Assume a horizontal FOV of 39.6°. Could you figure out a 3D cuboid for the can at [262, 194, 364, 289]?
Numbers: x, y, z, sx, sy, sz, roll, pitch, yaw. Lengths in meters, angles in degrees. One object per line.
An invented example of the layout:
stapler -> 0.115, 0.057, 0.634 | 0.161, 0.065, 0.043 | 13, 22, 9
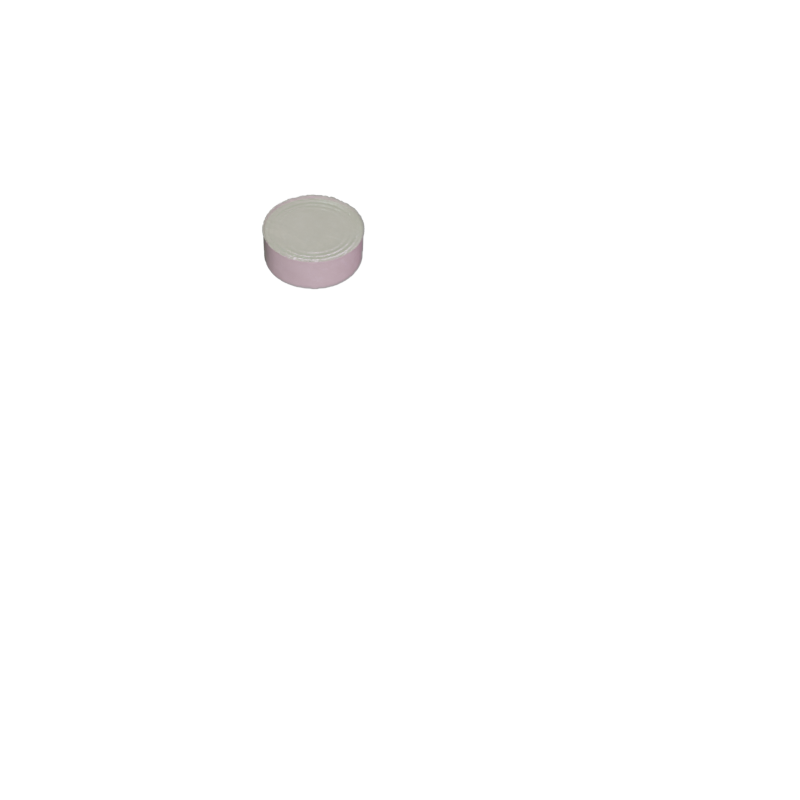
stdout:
can -> -0.073, -0.134, 0.936 | 0.086, 0.092, 0.031 | -1, -44, -1
